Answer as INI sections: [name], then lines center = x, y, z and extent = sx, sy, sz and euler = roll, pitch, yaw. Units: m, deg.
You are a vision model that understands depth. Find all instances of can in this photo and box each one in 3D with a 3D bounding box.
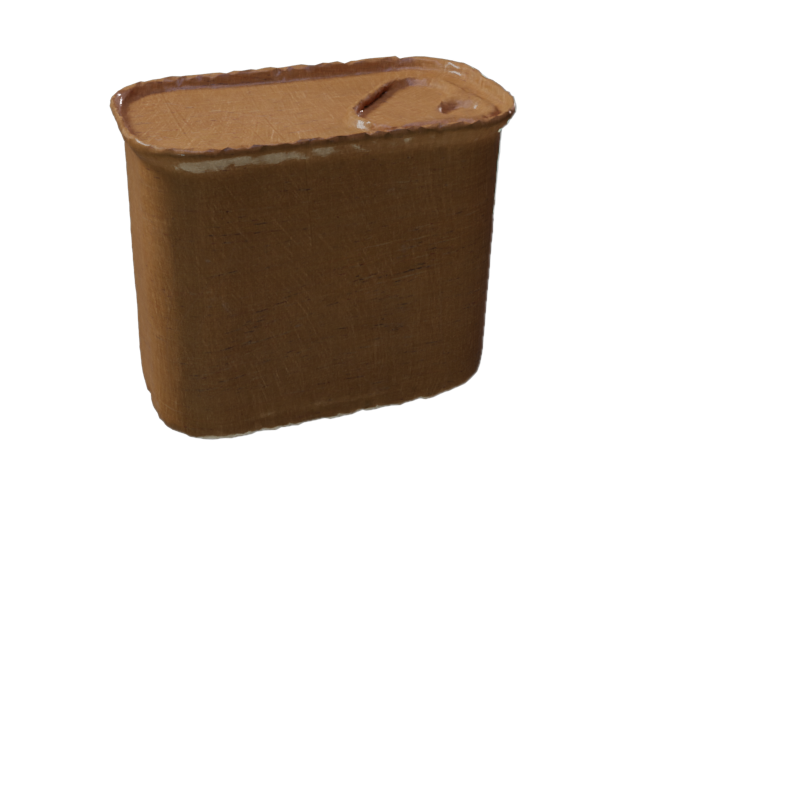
[can]
center = -0.024, -0.043, 0.303
extent = 0.100, 0.079, 0.062
euler = -10, 31, -17
